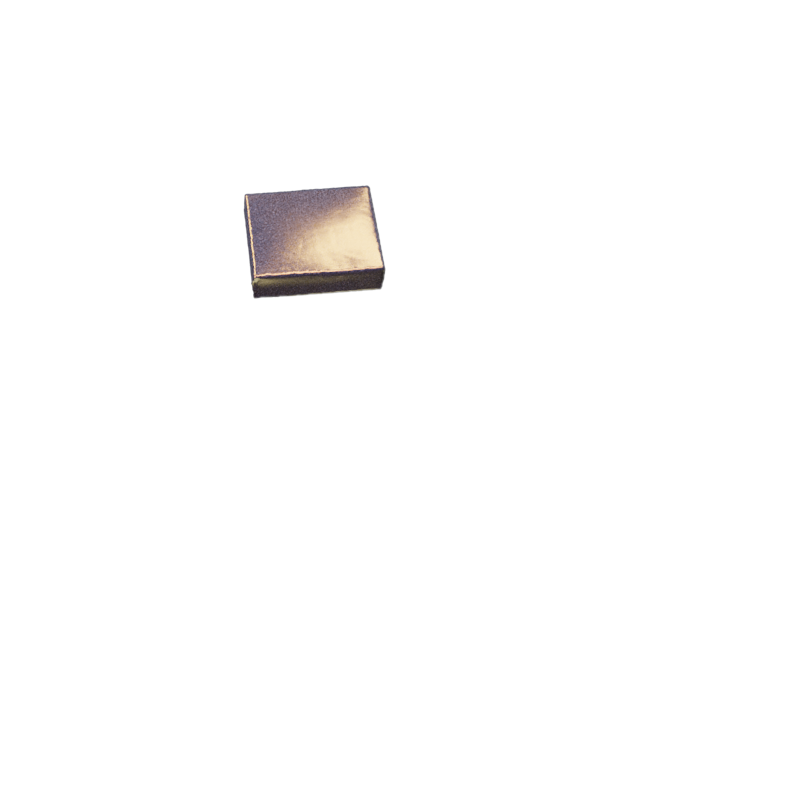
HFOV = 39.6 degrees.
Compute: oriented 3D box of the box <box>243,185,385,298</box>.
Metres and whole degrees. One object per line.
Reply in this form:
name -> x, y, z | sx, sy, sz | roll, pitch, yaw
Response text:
box -> -0.074, -0.135, 0.948 | 0.113, 0.097, 0.036 | -7, -34, -5
